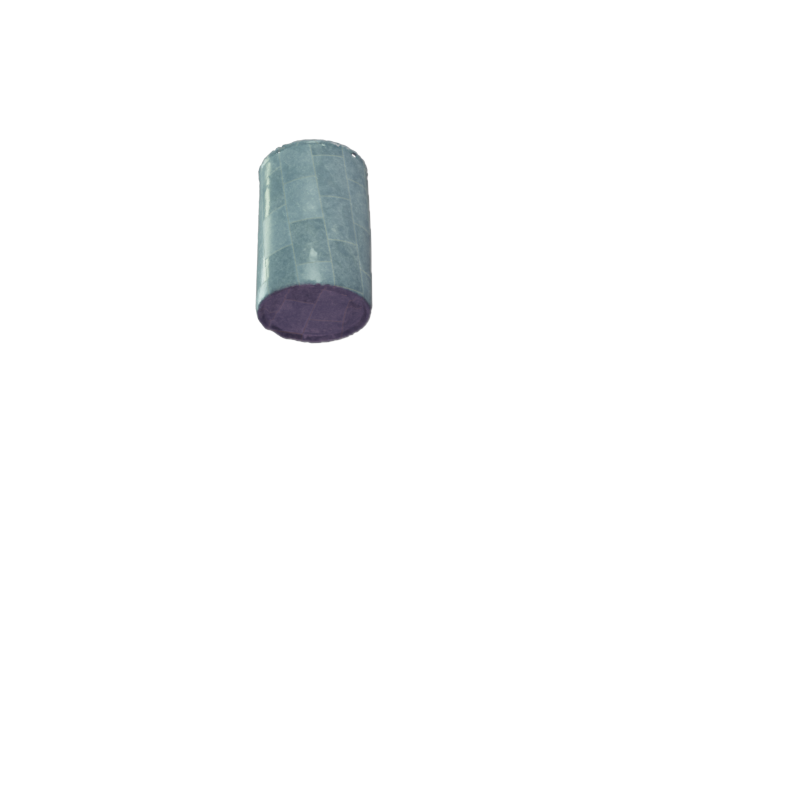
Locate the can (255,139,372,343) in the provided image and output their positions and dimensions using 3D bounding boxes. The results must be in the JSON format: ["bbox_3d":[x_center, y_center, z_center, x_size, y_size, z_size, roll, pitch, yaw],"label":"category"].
[{"bbox_3d":[-0.051,-0.094,0.656,0.068,0.109,0.064,-1,-32,-2],"label":"can"}]
